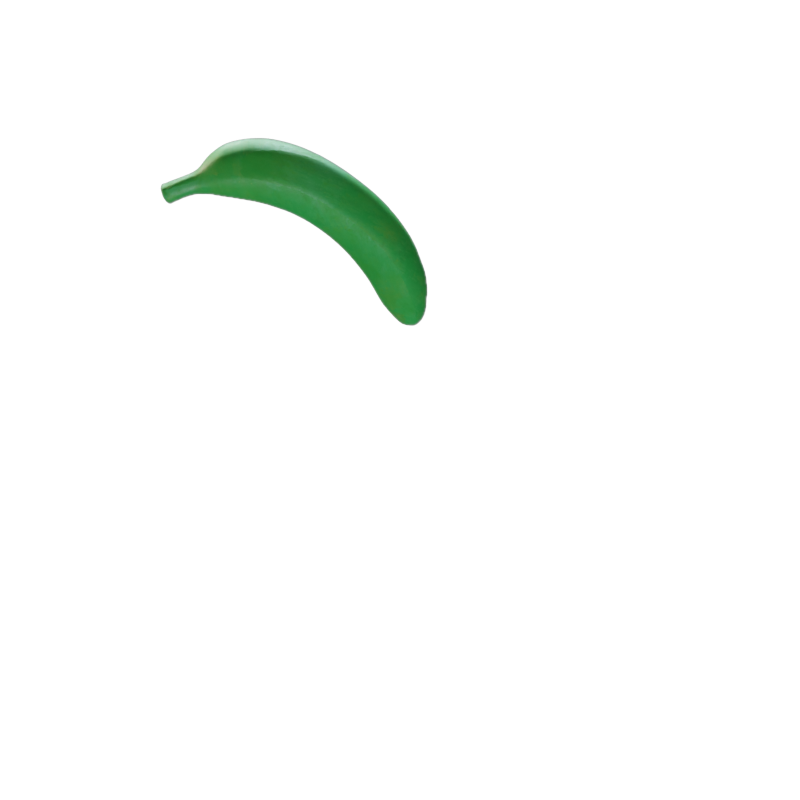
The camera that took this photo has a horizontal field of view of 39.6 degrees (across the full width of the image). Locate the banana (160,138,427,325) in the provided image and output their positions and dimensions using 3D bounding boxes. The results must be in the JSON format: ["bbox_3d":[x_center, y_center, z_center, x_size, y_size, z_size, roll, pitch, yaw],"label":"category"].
[{"bbox_3d":[-0.044,-0.107,0.668,0.187,0.039,0.068,27,-48,-28],"label":"banana"}]
